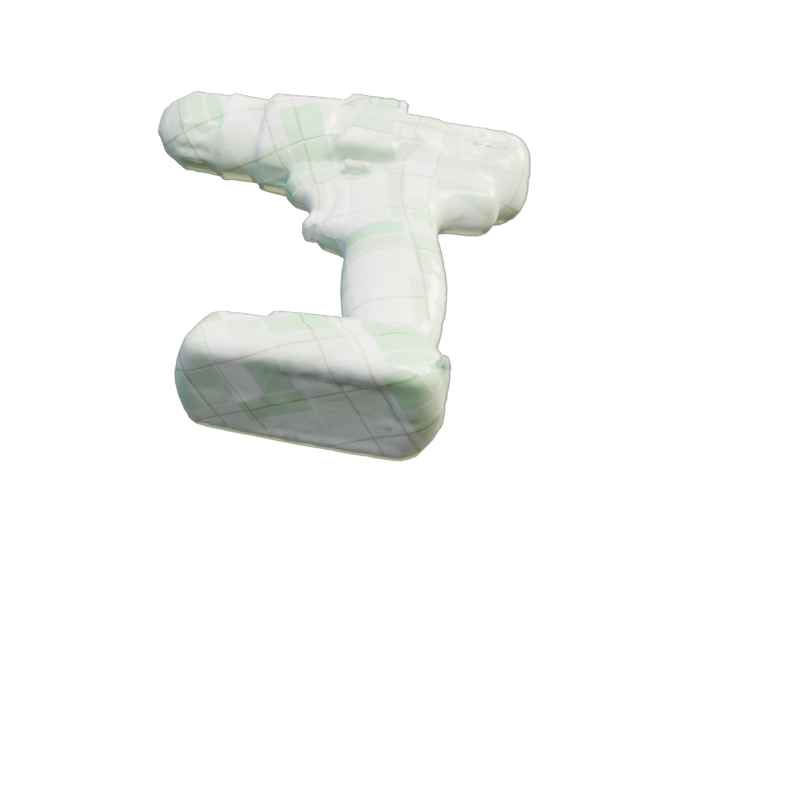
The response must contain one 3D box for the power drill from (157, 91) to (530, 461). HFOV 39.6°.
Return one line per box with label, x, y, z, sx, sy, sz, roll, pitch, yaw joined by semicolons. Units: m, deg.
power drill;-0.039;-0.071;0.495;0.187;0.199;0.053;8;-42;7
